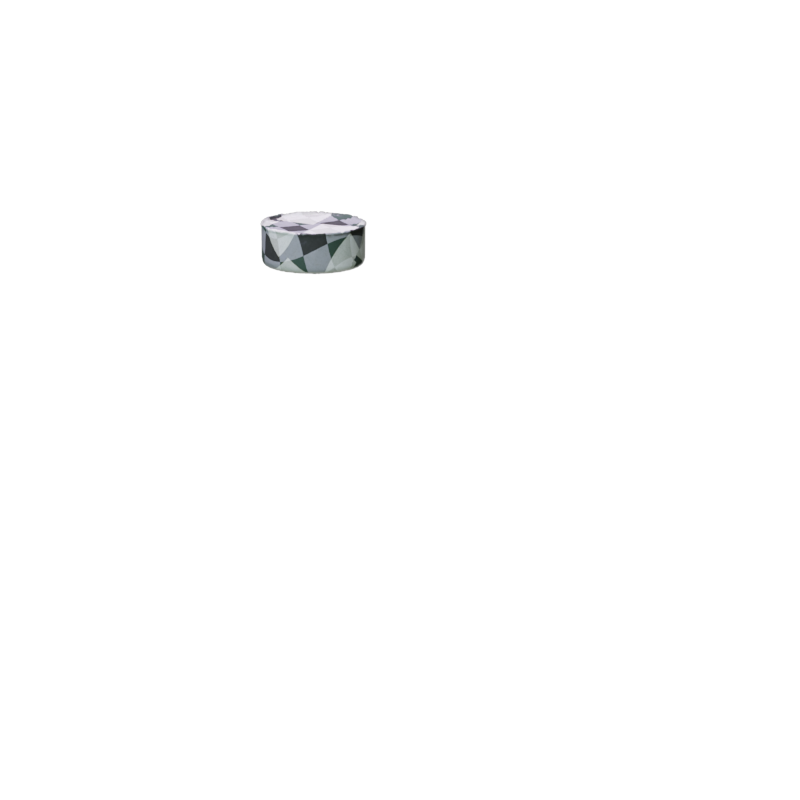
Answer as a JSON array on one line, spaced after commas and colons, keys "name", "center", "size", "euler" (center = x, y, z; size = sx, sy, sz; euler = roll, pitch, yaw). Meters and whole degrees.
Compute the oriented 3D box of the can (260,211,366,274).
[{"name": "can", "center": [-0.071, -0.129, 0.902], "size": [0.086, 0.032, 0.089], "euler": [-1, 20, -2]}]
